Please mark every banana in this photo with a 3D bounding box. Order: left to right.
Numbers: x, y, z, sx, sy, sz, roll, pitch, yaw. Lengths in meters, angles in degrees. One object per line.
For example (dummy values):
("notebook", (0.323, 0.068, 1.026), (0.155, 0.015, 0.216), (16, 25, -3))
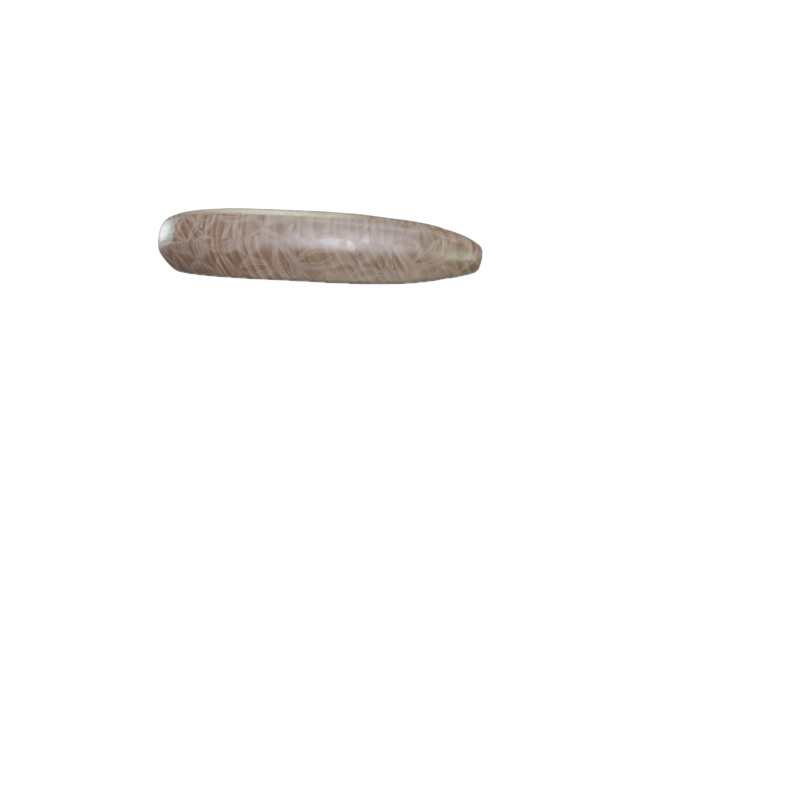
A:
("banana", (-0.059, -0.082, 0.580), (0.206, 0.036, 0.068), (7, 12, 32))
